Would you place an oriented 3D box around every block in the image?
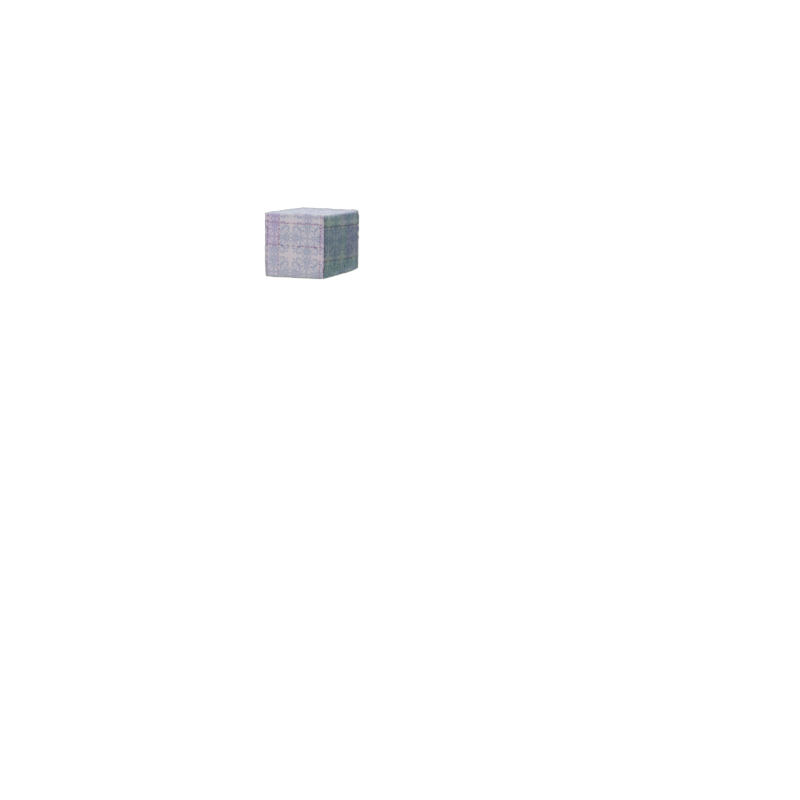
[{"bbox_3d":[-0.070,-0.128,0.899,0.054,0.050,0.077,4,11,19],"label":"block"}]
